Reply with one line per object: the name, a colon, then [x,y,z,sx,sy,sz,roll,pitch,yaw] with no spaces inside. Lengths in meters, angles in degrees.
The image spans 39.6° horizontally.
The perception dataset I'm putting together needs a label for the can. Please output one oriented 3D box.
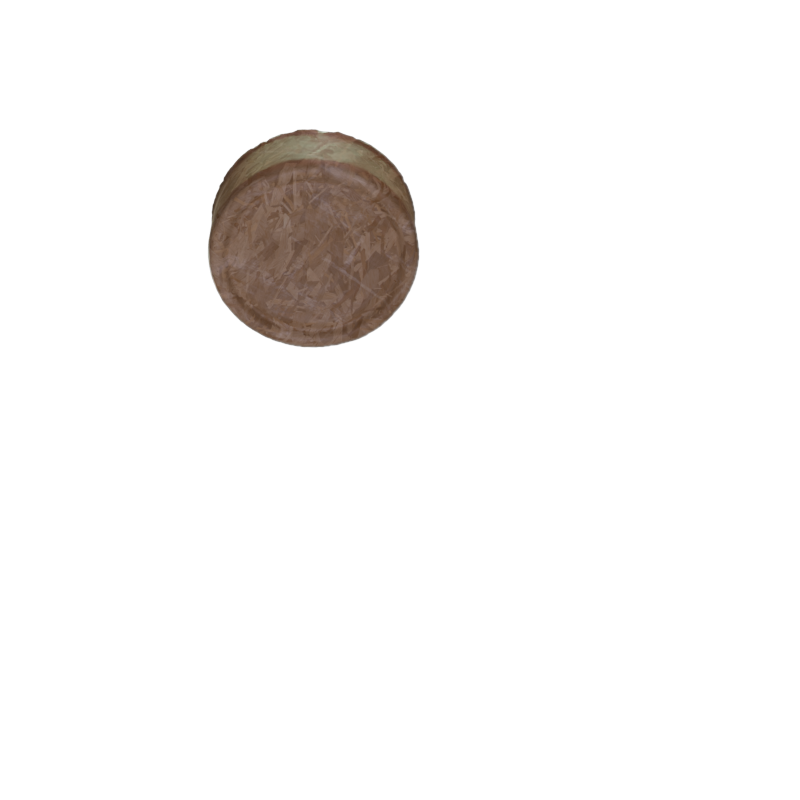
can: [-0.035,-0.065,0.453,0.086,0.081,0.036,1,30,-1]
